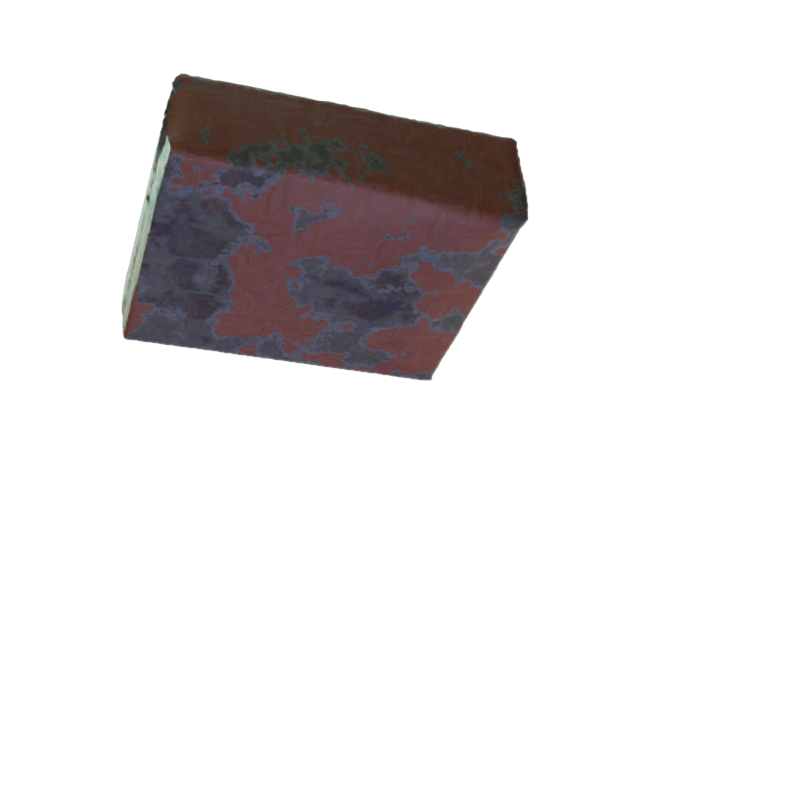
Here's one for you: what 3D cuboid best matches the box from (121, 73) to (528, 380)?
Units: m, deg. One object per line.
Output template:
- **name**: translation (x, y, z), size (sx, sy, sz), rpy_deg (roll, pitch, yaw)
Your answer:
- **box**: translation (-0.028, -0.051, 0.359), size (0.111, 0.042, 0.086), rpy_deg (10, -39, -14)
